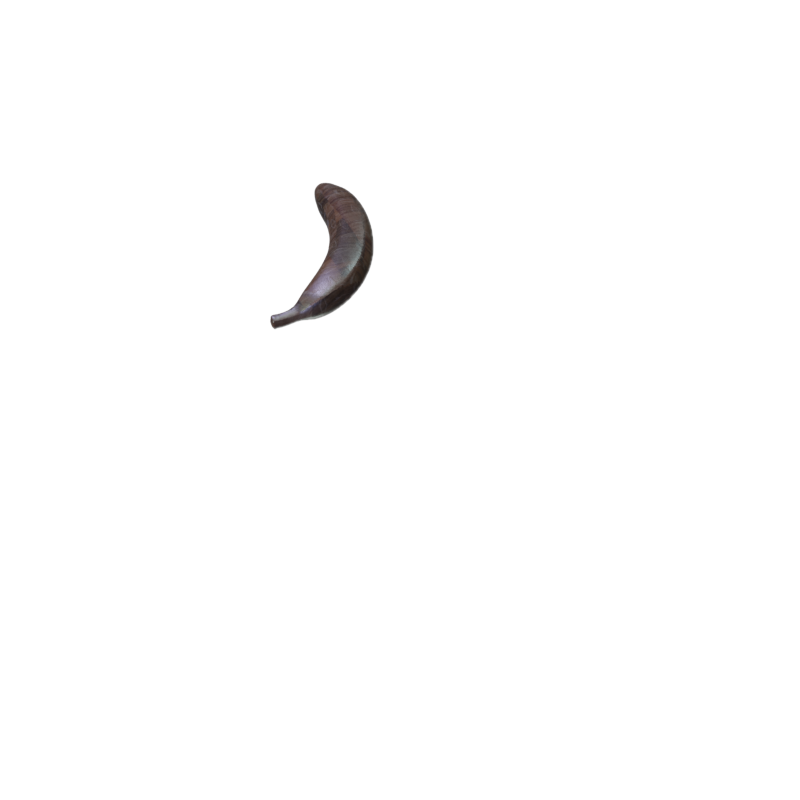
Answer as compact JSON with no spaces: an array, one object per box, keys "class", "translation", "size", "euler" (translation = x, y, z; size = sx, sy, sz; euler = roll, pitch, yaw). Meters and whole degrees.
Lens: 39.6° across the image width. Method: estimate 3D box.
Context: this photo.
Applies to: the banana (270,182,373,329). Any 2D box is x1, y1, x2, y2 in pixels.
[{"class":"banana","translation":[-0.056,-0.129,0.937],"size":[0.070,0.034,0.209],"euler":[5,40,6]}]
